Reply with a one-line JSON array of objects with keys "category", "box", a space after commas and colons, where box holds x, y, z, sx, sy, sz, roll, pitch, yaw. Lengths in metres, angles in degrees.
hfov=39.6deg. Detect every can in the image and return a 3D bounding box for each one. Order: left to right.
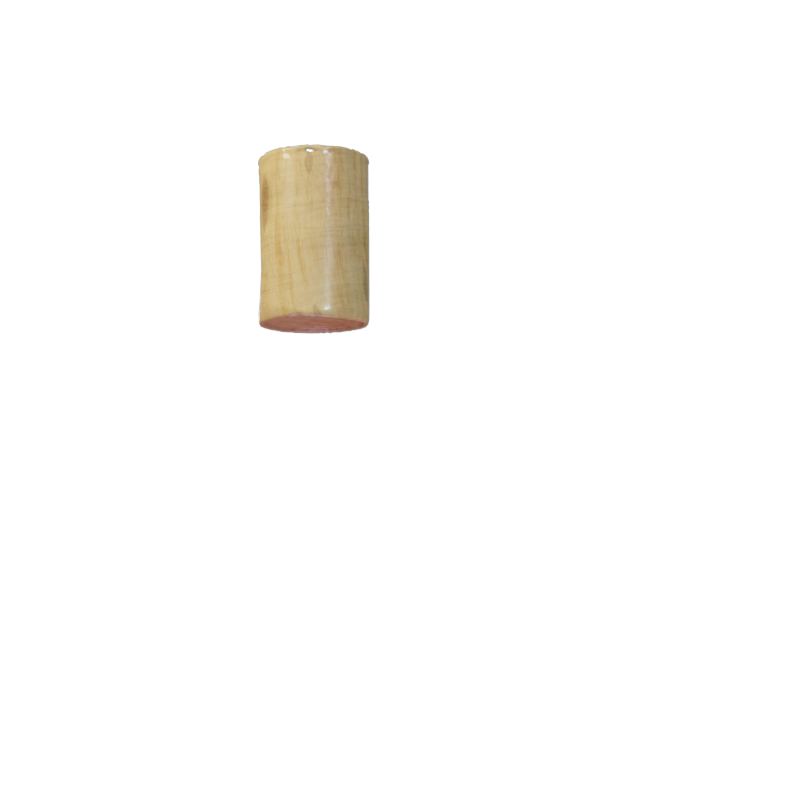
[{"category": "can", "box": [-0.052, -0.095, 0.667, 0.068, 0.105, 0.067, 0, -11, -2]}]
